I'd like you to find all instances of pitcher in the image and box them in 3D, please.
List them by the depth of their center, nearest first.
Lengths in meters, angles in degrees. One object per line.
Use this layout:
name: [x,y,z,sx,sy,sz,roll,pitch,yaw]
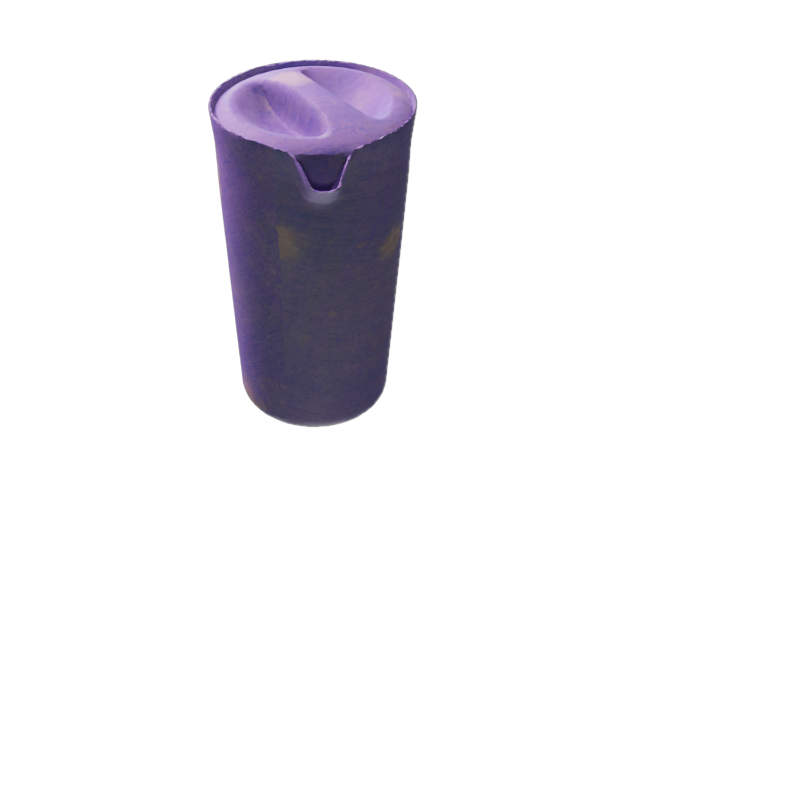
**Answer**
pitcher: [-0.061,-0.111,0.777,0.153,0.227,0.151,25,42,28]
